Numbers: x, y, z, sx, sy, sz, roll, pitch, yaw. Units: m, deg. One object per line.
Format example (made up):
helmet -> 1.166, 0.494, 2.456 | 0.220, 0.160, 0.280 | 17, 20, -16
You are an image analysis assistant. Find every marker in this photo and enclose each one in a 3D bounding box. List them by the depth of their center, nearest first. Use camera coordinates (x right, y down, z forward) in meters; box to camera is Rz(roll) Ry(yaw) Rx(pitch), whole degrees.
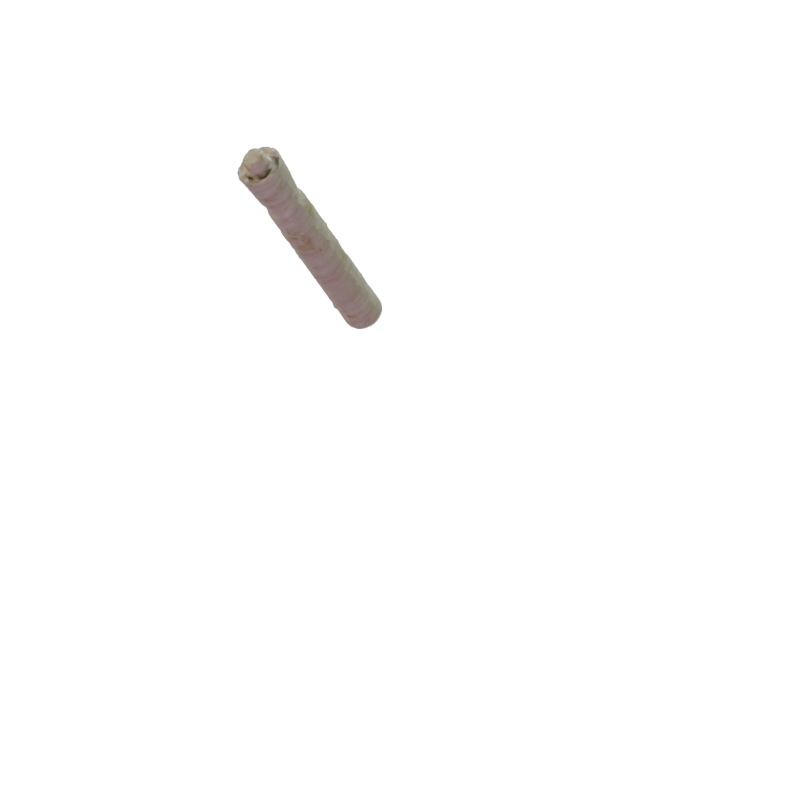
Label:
marker -> -0.037, -0.068, 0.476 | 0.020, 0.021, 0.112 | 2, -28, 26
